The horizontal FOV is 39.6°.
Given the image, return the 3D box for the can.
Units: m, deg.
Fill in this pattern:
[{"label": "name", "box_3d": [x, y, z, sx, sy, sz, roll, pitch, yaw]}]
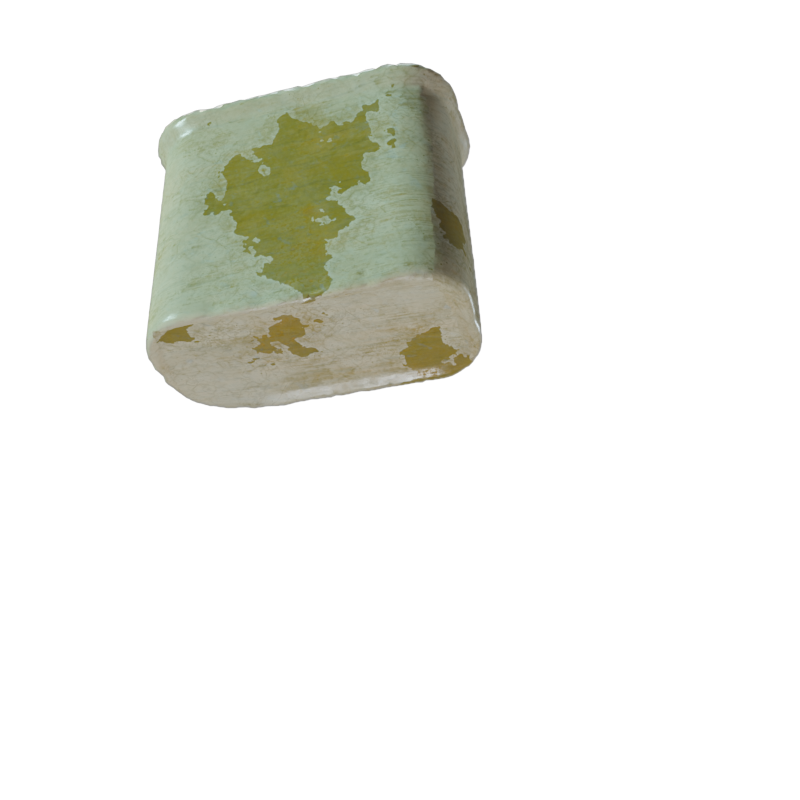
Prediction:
[{"label": "can", "box_3d": [-0.027, -0.049, 0.346, 0.103, 0.090, 0.053, -11, -38, 12]}]
